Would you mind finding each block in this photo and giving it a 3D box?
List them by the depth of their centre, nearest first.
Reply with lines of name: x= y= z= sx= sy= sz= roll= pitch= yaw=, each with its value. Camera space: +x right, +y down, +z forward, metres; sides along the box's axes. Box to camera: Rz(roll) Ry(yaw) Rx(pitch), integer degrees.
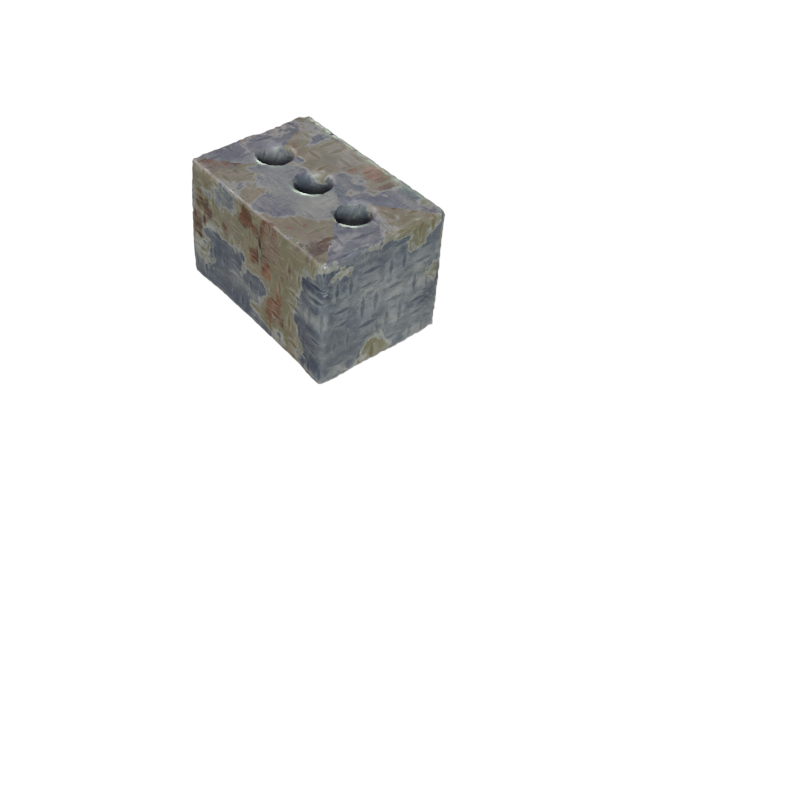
block: x=-0.030 y=-0.055 z=0.385 sx=0.052 sy=0.048 sz=0.084 roll=-27 pitch=49 yaw=-29
